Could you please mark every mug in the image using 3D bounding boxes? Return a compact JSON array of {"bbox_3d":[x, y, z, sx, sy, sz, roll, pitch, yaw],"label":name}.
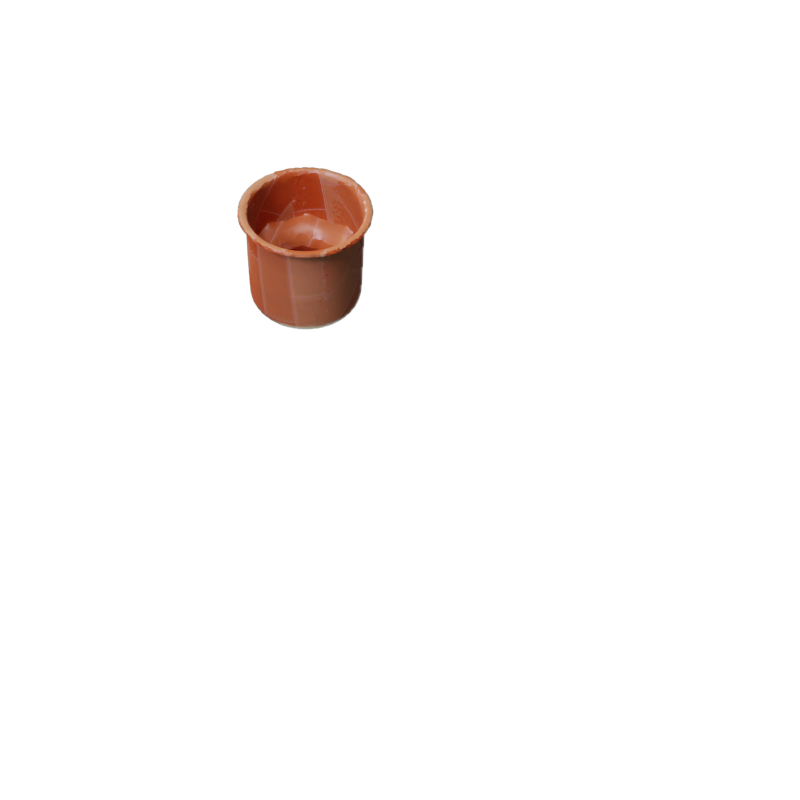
[{"bbox_3d":[-0.062,-0.113,0.791,0.096,0.076,0.121,19,49,16],"label":"mug"}]
